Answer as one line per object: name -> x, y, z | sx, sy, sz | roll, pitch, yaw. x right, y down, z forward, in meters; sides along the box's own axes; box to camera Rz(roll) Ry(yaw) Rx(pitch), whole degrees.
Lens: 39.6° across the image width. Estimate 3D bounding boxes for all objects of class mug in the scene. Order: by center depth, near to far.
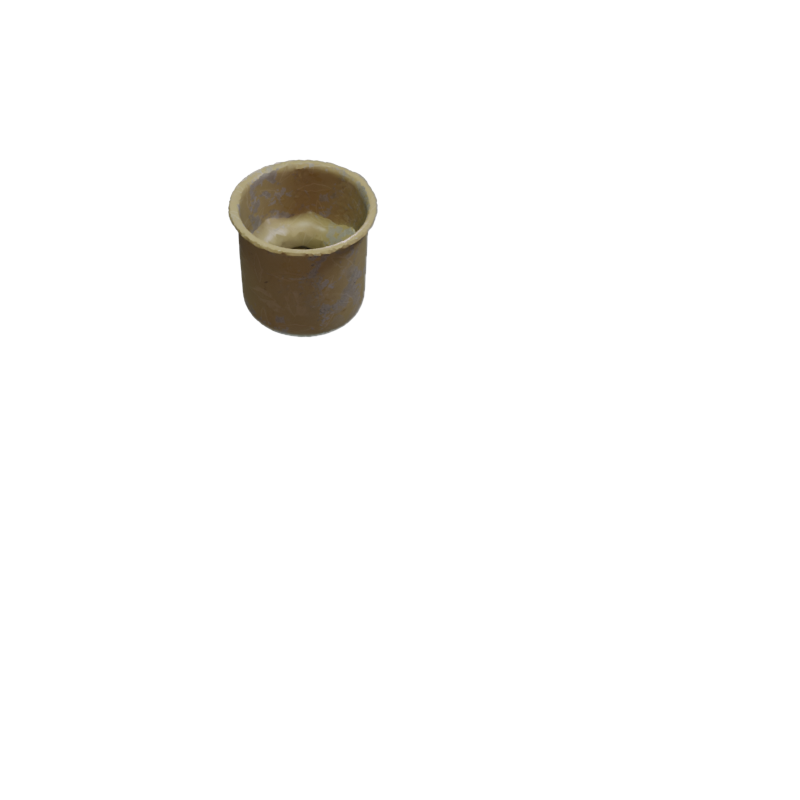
mug -> -0.057, -0.103, 0.723 | 0.097, 0.076, 0.120 | 23, 49, 19
